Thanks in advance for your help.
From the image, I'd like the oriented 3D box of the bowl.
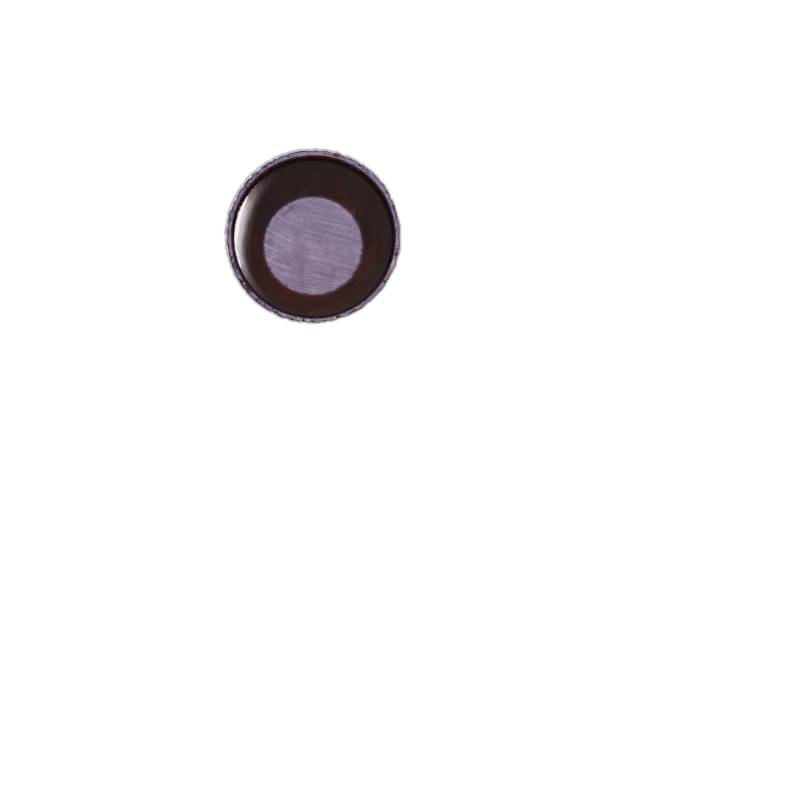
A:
[{"bbox_3d":[-0.078,-0.142,0.996,0.162,0.158,0.056,0,10,-1],"label":"bowl"}]
